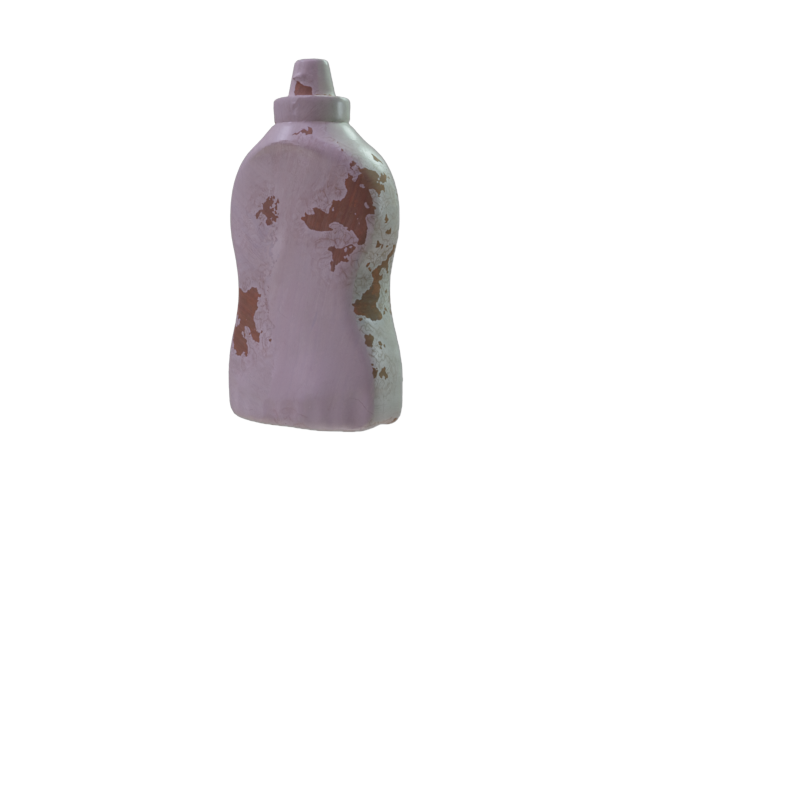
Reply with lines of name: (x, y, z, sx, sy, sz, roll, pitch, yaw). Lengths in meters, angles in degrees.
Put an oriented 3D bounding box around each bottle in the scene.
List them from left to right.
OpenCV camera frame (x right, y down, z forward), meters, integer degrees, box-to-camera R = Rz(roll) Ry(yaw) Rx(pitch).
bottle: (-0.046, -0.084, 0.588, 0.100, 0.191, 0.056, 2, 2, 35)
